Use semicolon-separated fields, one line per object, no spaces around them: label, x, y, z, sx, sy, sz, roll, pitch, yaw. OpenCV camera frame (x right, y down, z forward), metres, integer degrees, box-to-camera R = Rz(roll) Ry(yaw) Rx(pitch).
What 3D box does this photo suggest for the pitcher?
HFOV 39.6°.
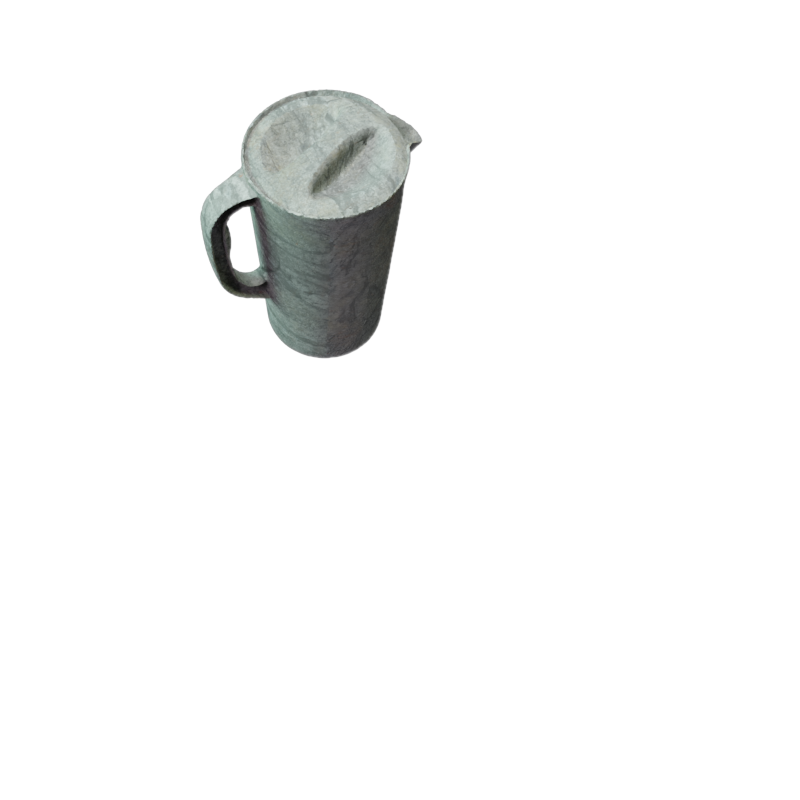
pitcher;-0.075;-0.136;0.953;0.152;0.152;0.228;16;-31;7
